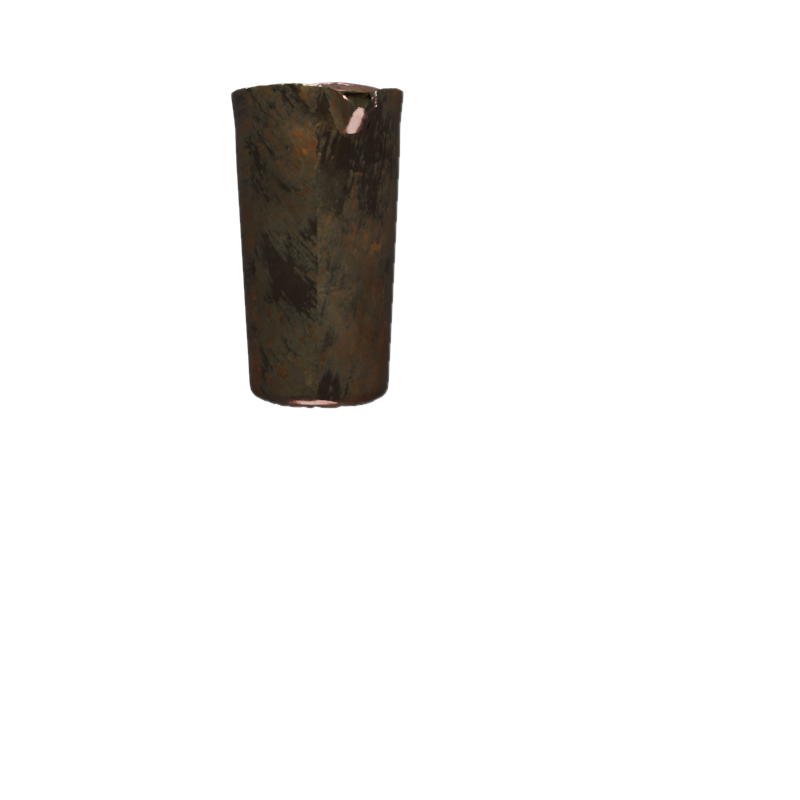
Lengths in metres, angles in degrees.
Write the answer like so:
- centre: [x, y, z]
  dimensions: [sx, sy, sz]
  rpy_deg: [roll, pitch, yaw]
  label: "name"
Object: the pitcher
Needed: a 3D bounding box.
- centre: [-0.068, -0.124, 0.866]
  dimensions: [0.148, 0.242, 0.147]
  rpy_deg: [1, 3, 17]
  label: "pitcher"
